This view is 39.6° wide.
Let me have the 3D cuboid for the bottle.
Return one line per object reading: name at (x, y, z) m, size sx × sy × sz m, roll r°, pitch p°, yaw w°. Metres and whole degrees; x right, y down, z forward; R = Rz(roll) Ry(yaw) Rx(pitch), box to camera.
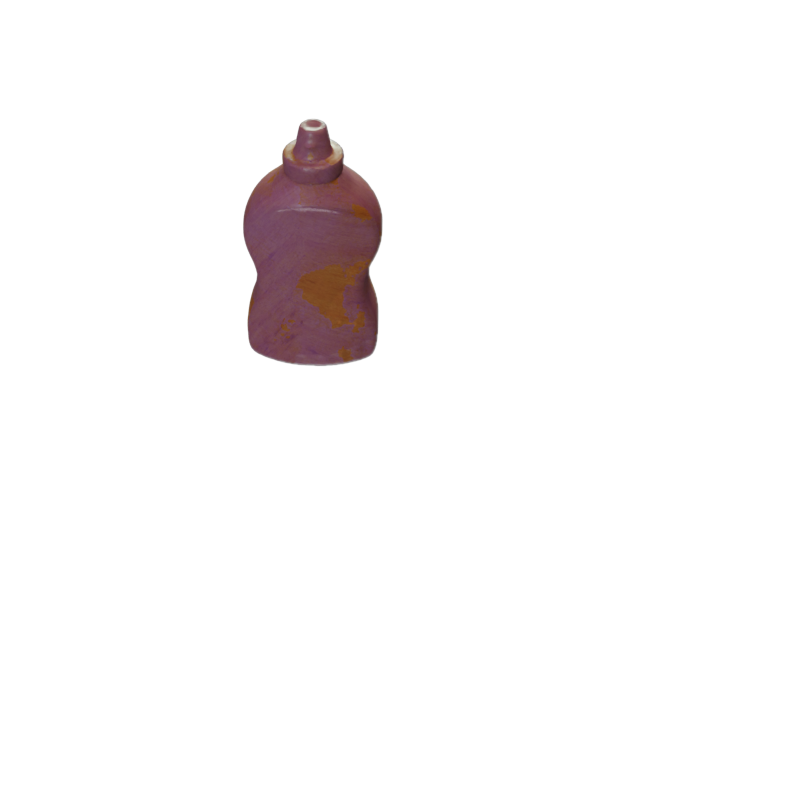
bottle at (-0.061, -0.110, 0.776) m, size 0.096 × 0.179 × 0.062 m, roll 5°, pitch 40°, yaw 2°
